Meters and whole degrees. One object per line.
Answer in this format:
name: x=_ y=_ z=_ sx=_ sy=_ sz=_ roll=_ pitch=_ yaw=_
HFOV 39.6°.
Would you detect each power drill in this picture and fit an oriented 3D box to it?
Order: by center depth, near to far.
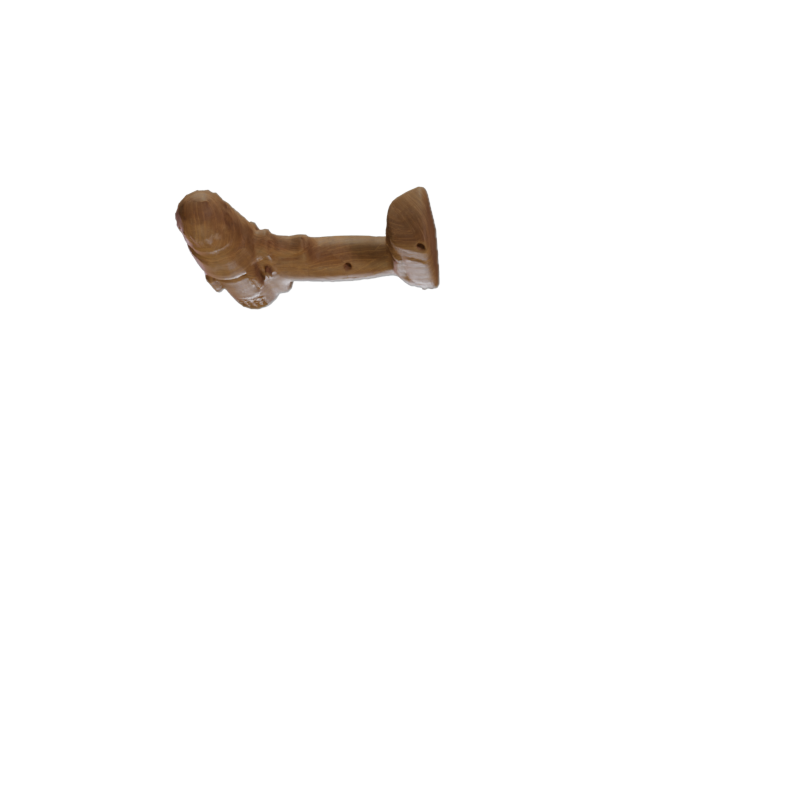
power drill: x=-0.068 y=-0.123 z=0.864 sx=0.190 sy=0.060 sz=0.175 roll=-2 pitch=-13 yaw=10
